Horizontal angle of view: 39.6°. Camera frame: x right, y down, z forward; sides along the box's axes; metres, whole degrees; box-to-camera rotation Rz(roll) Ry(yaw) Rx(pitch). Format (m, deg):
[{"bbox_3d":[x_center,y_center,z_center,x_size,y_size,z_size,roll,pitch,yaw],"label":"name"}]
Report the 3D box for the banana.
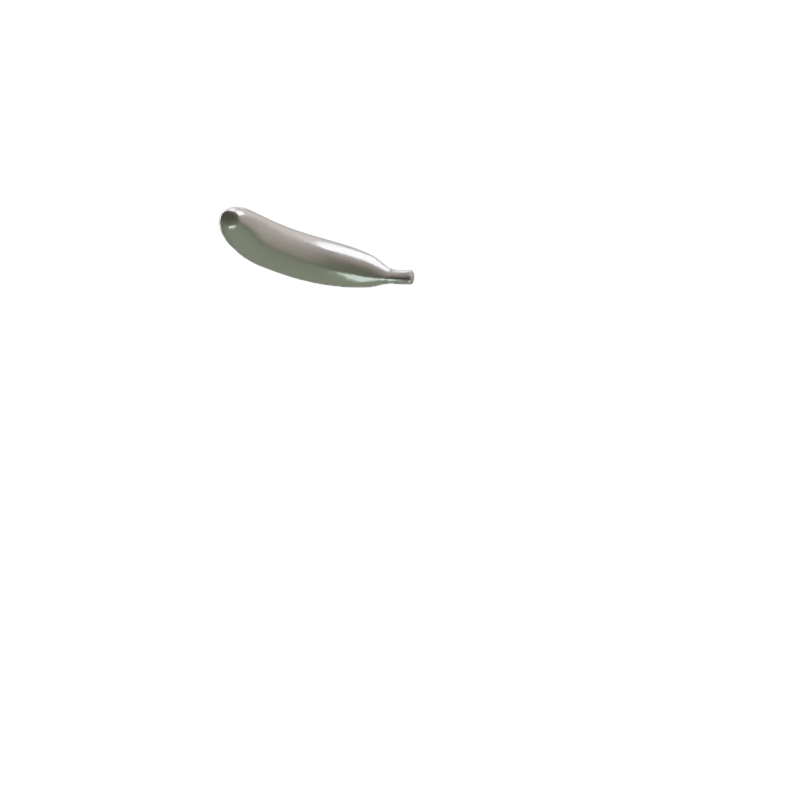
[{"bbox_3d":[-0.079,-0.123,0.898,0.187,0.038,0.071,11,-18,-41],"label":"banana"}]
